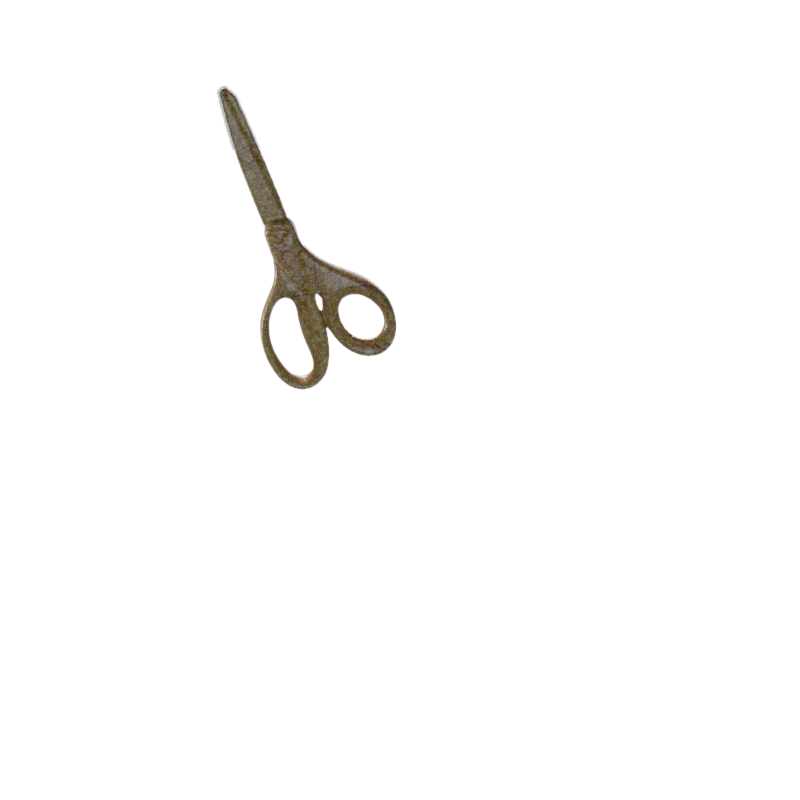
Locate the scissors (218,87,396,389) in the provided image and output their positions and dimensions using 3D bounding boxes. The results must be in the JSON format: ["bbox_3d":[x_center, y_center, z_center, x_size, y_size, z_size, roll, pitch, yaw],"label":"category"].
[{"bbox_3d":[-0.054,-0.098,0.687,0.096,0.191,0.017,-3,23,1],"label":"scissors"}]
